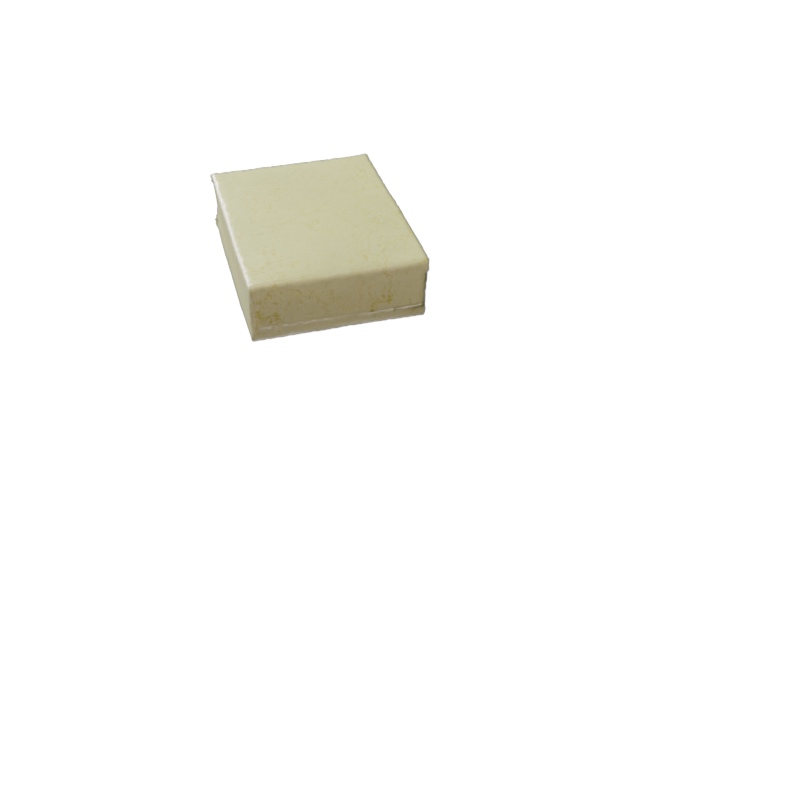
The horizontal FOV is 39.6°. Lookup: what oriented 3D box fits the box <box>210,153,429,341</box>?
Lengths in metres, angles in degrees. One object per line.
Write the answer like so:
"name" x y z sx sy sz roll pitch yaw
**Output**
"box" -0.045 -0.082 0.576 0.089 0.036 0.123 -10 38 -13
